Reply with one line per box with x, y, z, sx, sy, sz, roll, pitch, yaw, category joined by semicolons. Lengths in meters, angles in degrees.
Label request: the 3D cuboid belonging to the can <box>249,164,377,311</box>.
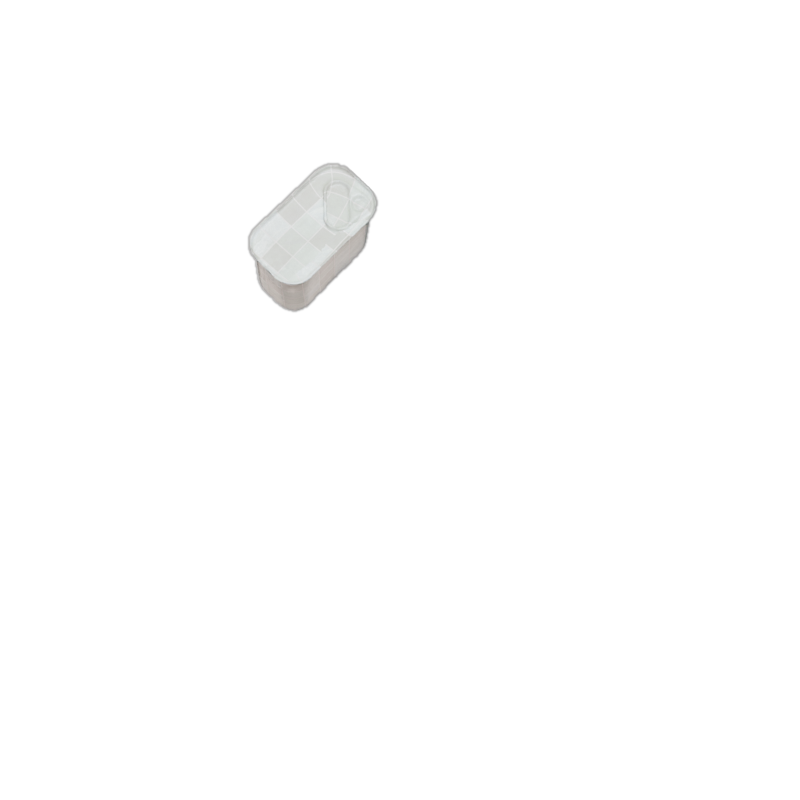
-0.068;-0.125;0.872;0.059;0.103;0.081;42;-13;8;can
